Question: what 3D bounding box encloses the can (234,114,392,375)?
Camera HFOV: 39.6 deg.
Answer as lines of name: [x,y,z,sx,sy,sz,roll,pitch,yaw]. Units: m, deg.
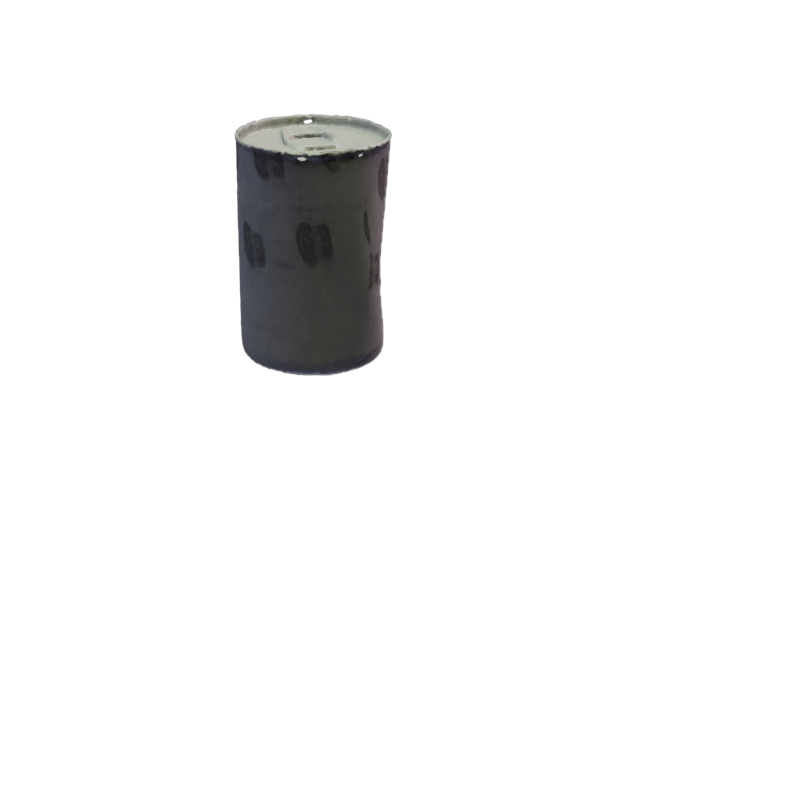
can: [-0.039,-0.071,0.497,0.068,0.097,0.072,0,23,-2]
